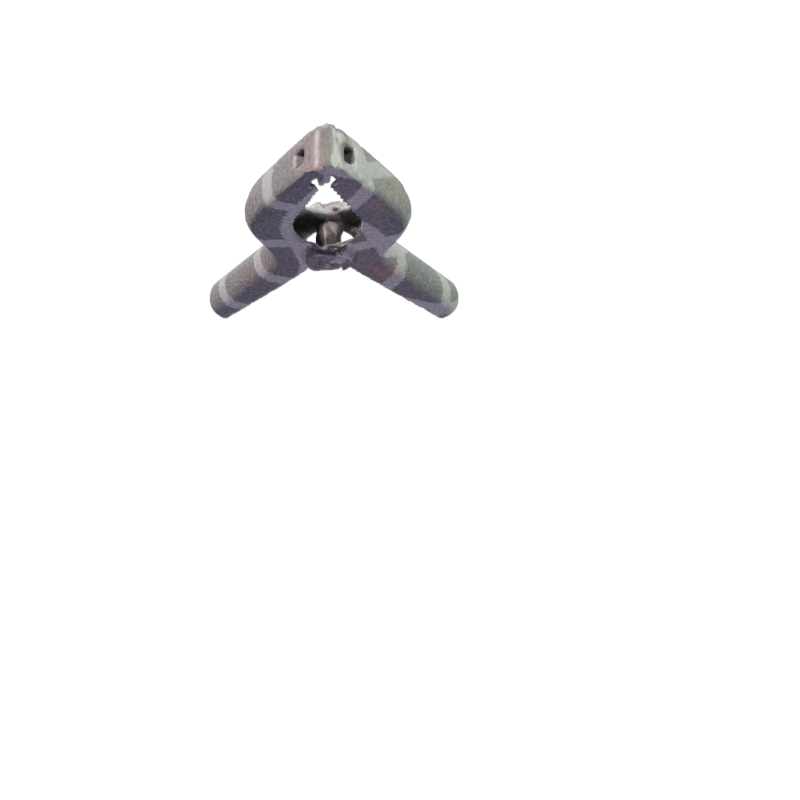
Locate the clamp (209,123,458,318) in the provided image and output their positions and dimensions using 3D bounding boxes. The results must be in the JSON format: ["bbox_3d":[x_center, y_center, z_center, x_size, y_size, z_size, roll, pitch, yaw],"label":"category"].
[{"bbox_3d":[-0.052,-0.095,0.666,0.166,0.038,0.197,-3,-21,7],"label":"clamp"}]
